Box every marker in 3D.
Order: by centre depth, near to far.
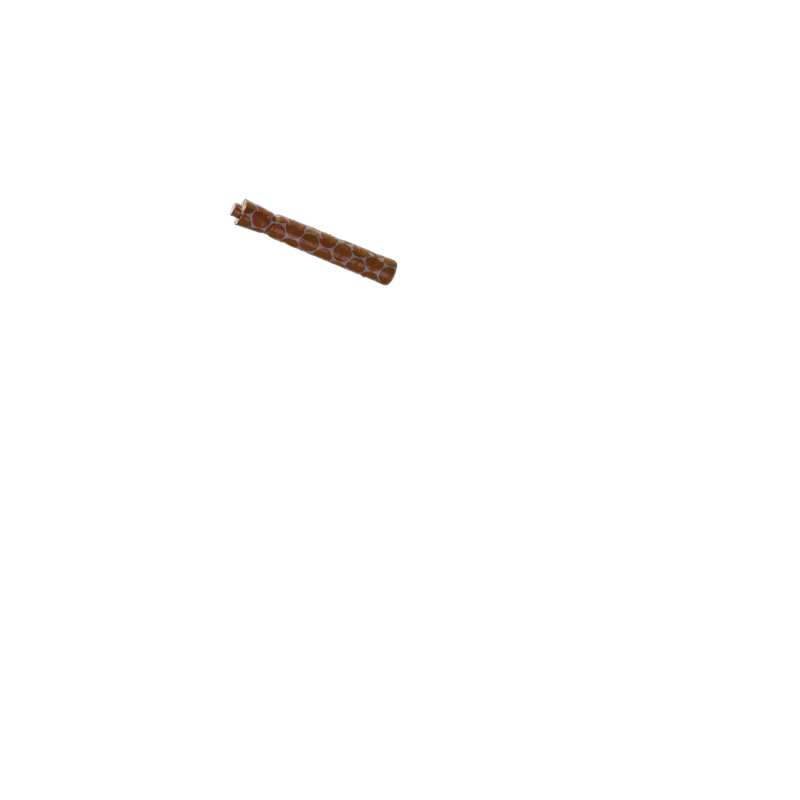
[{"bbox_3d":[-0.059,-0.108,0.754,0.117,0.020,0.020,21,-3,-15],"label":"marker"}]
